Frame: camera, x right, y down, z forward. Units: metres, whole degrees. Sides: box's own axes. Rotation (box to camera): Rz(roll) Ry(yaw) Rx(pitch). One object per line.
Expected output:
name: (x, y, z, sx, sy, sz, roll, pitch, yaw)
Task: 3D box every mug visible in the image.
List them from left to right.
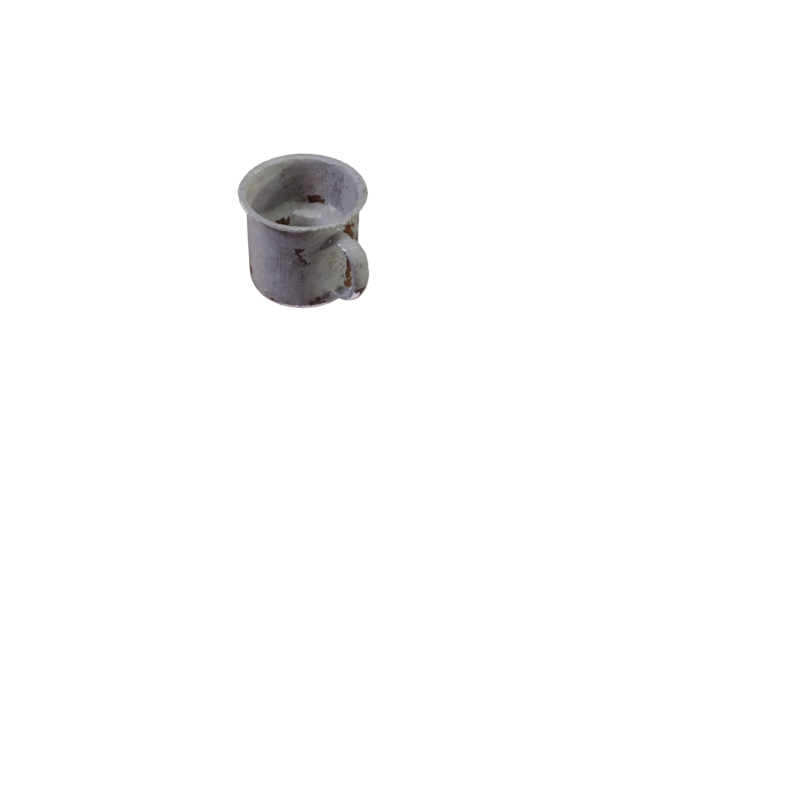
mug: (-0.063, -0.116, 0.811, 0.093, 0.076, 0.125, -30, 52, -29)
